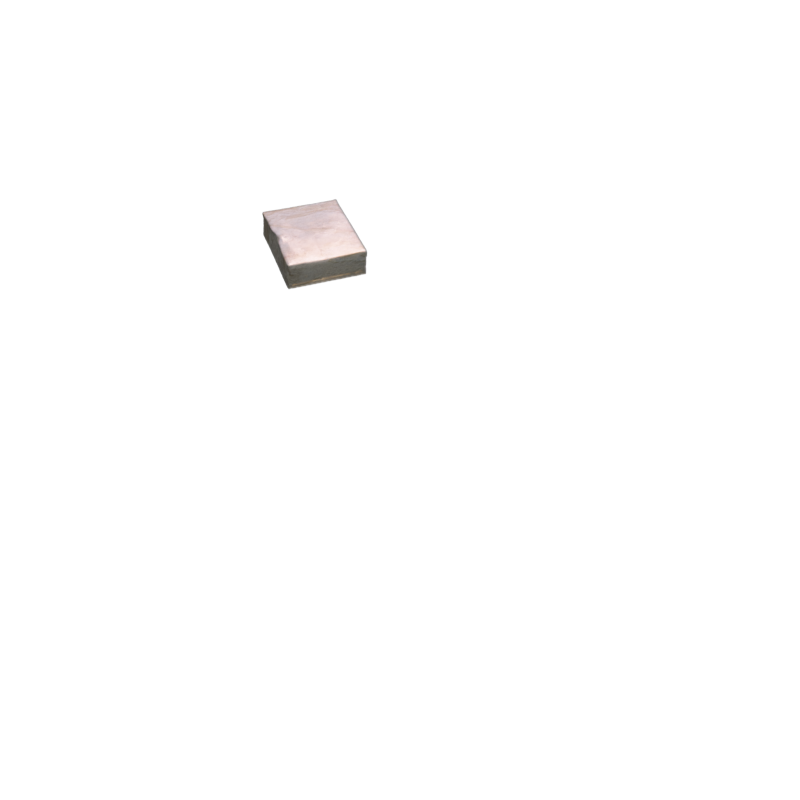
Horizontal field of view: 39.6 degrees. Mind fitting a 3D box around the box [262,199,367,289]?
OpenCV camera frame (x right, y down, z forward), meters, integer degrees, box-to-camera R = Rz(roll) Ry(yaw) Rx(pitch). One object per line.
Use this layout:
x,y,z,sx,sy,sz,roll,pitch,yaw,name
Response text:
-0.078,-0.142,0.997,0.072,0.028,0.097,-12,43,-14,box
